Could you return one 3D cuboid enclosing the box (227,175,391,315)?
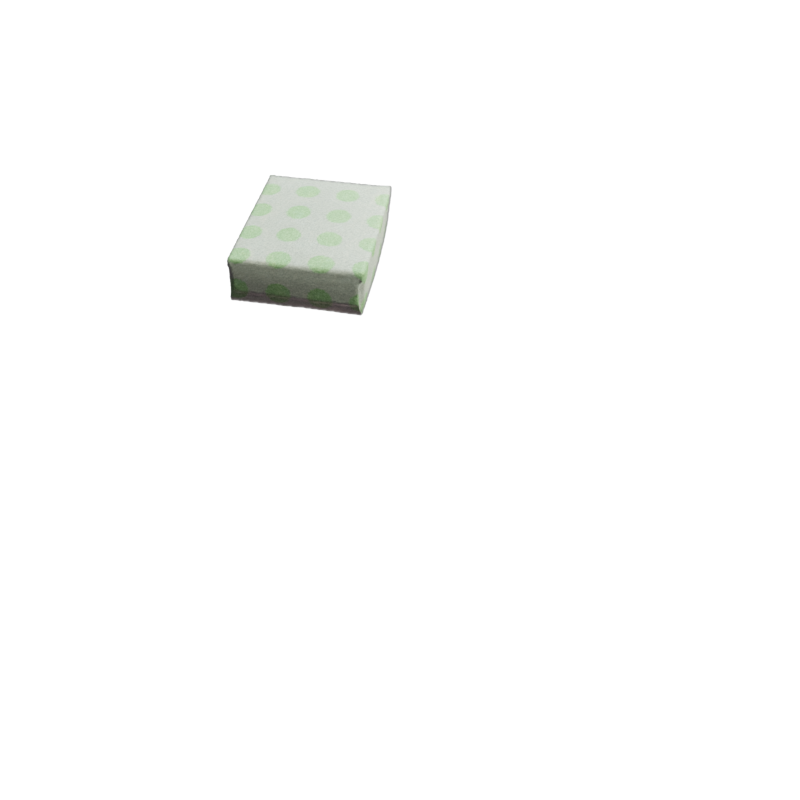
[{"bbox_3d":[-0.059,-0.107,0.751,0.091,0.036,0.119,6,38,8],"label":"box"}]
